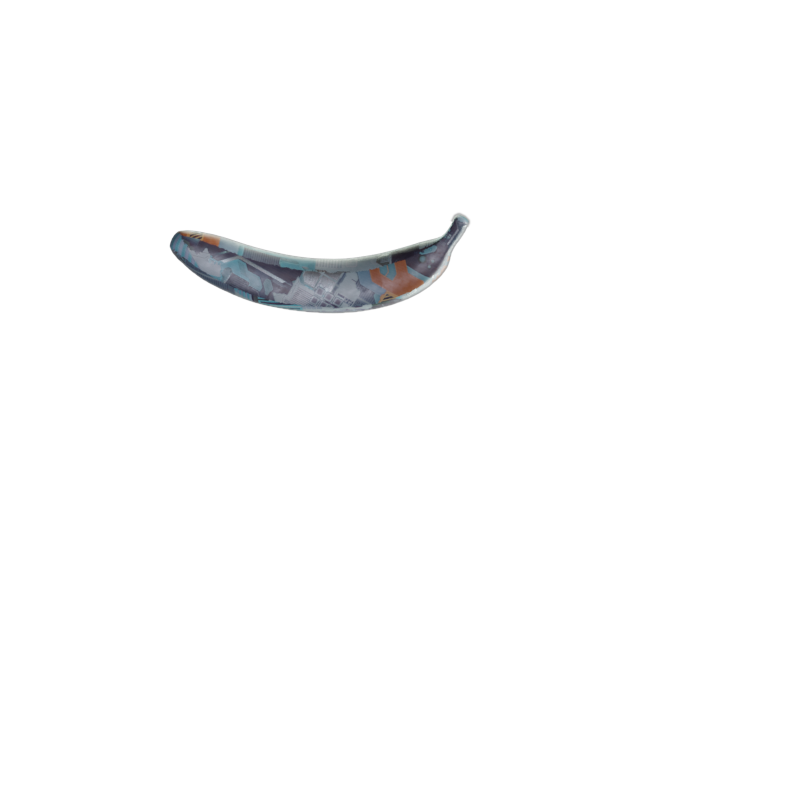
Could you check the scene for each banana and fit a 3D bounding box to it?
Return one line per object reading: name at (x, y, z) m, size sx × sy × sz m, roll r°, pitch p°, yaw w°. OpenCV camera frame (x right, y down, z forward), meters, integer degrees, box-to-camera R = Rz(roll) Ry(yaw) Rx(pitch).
banana at (-0.053, -0.090, 0.747) m, size 0.198 × 0.066 × 0.039 m, roll -4°, pitch 24°, yaw 2°
